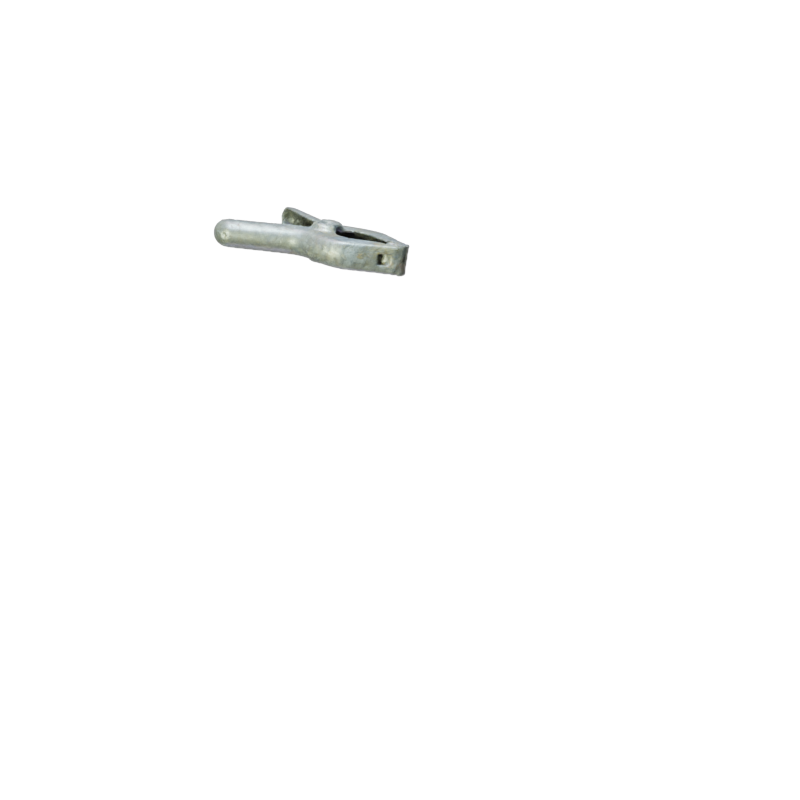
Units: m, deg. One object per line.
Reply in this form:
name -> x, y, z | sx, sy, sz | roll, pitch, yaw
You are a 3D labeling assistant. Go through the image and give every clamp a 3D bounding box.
clamp -> -0.077, -0.140, 0.983 | 0.181, 0.038, 0.119 | 18, 28, 37
